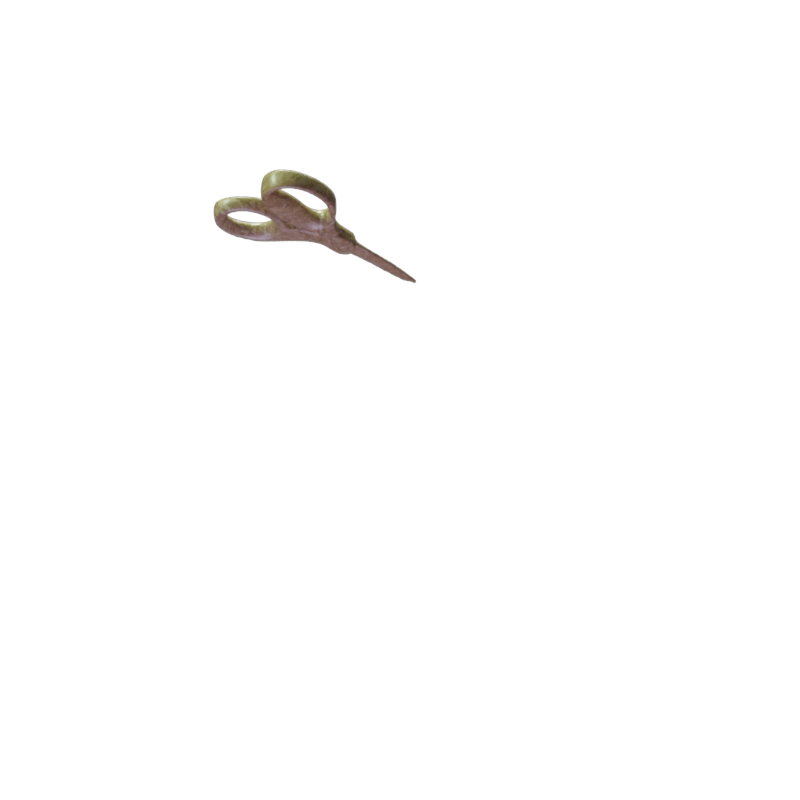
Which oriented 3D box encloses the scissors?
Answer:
[{"bbox_3d":[-0.064,-0.116,0.815,0.098,0.017,0.189,-6,-19,19],"label":"scissors"}]
